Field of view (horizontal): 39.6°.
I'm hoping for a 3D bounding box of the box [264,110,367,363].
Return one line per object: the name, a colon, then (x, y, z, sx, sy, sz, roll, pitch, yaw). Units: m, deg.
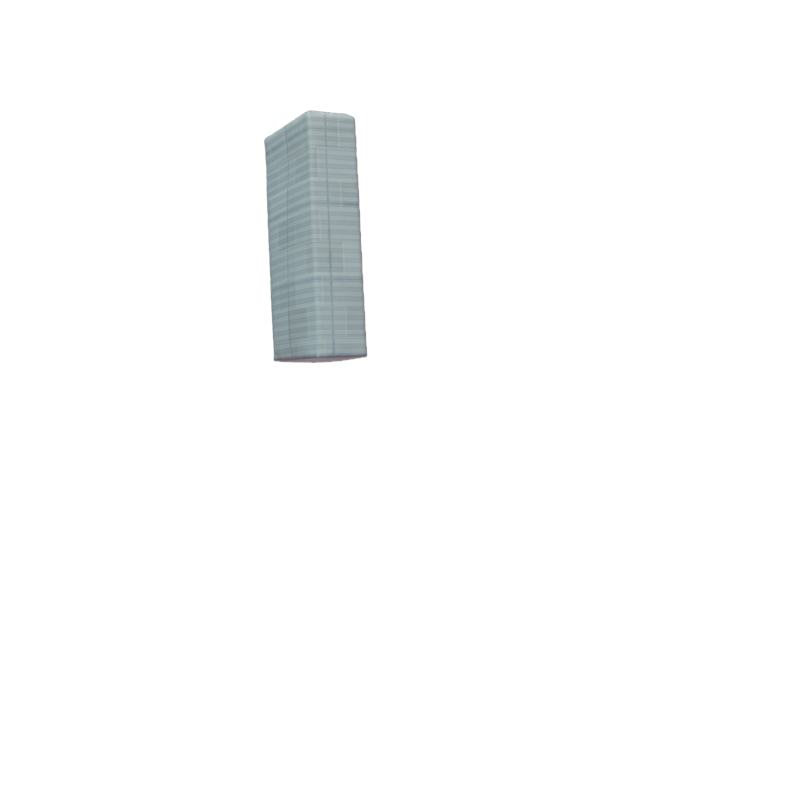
box: (-0.064, -0.117, 0.819, 0.046, 0.180, 0.095, 3, -7, -26)
